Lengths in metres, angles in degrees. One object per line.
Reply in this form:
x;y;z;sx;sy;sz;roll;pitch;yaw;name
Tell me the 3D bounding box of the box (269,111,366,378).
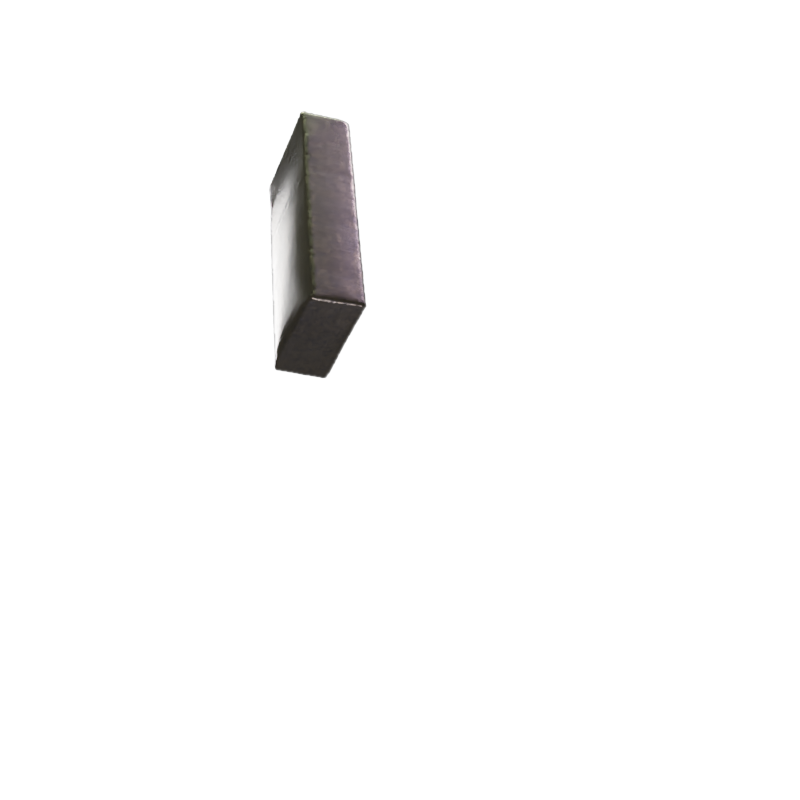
-0.063;-0.115;0.807;0.047;0.189;0.089;11;-39;-18;box
